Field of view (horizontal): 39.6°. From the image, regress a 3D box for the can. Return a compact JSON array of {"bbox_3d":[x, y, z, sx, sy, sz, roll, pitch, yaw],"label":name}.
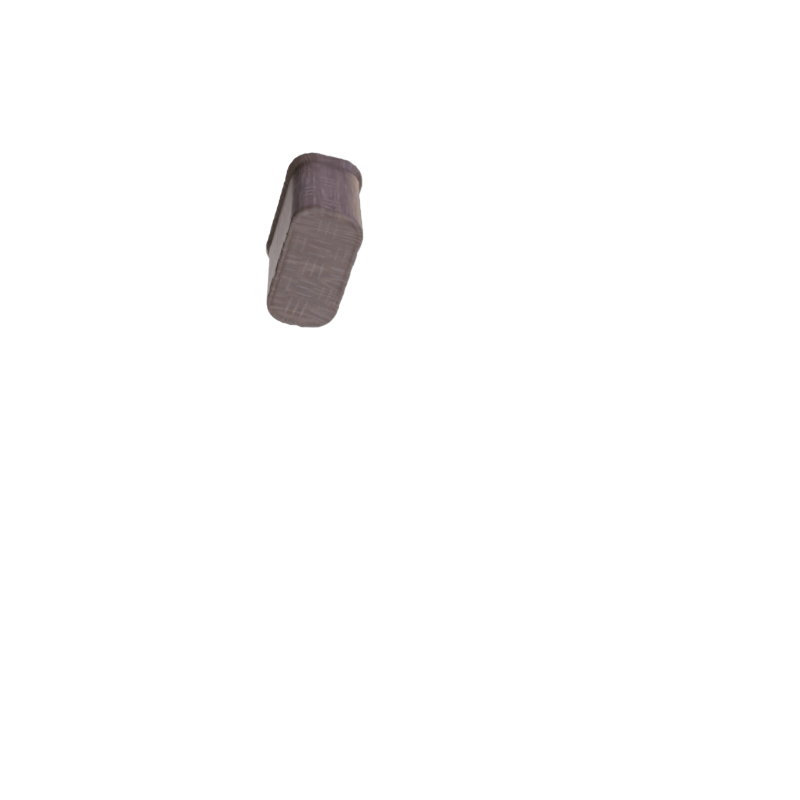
[{"bbox_3d":[-0.063,-0.115,0.801,0.056,0.097,0.089,13,32,-12],"label":"can"}]
